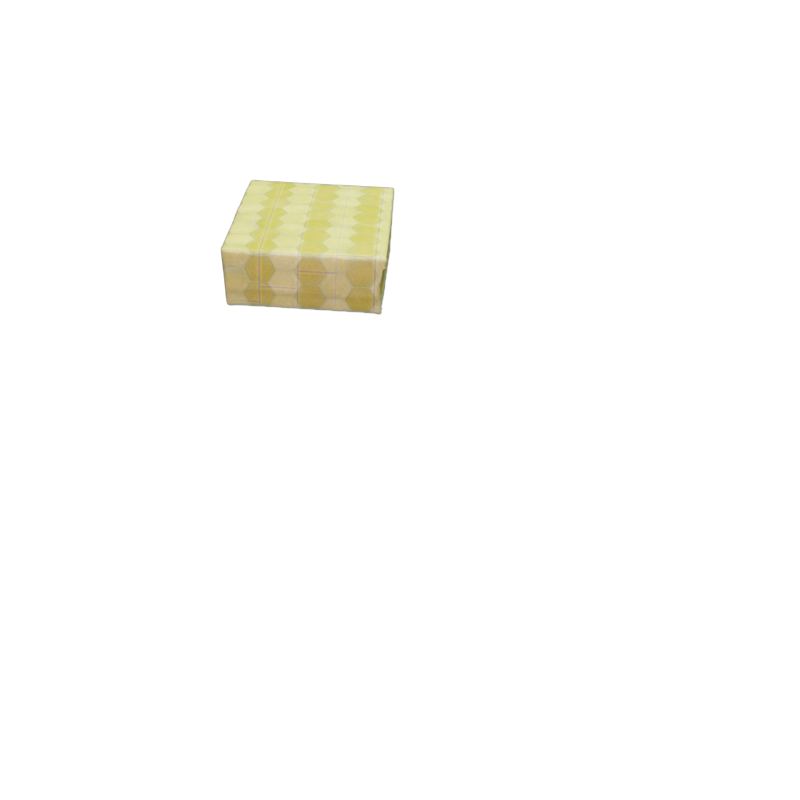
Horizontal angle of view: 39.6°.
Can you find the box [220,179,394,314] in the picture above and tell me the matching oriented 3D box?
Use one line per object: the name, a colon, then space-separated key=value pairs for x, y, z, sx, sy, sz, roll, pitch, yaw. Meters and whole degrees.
box: x=-0.050 y=-0.092 z=0.642 sx=0.090 sy=0.037 sz=0.120 roll=2 pitch=31 yaw=3
